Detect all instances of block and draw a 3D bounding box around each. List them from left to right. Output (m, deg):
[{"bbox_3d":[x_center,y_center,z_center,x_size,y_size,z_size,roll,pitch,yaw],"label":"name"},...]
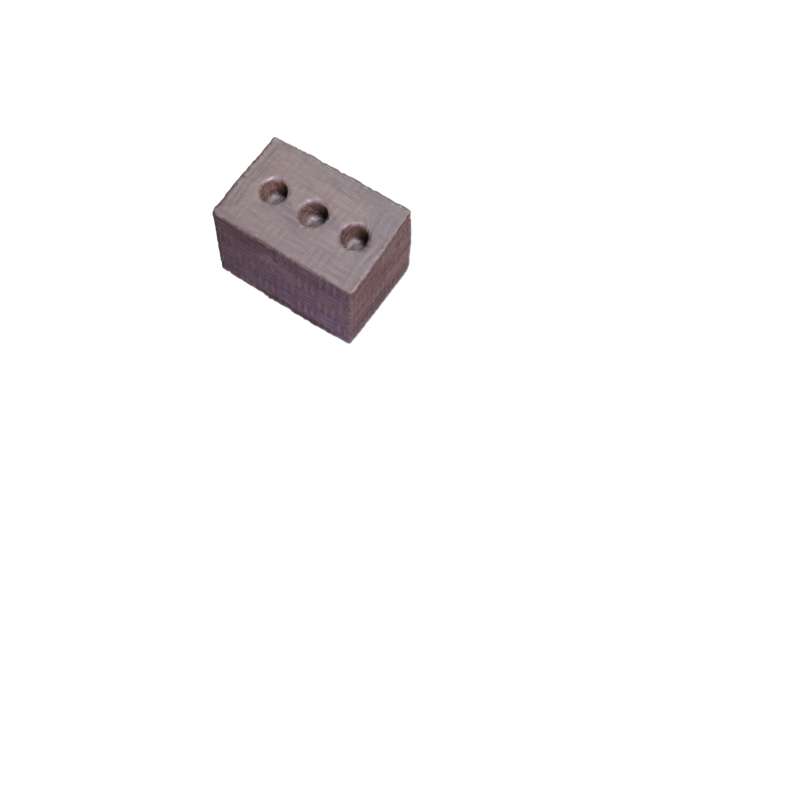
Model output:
[{"bbox_3d":[-0.041,-0.074,0.518,0.081,0.054,0.048,30,-24,14],"label":"block"}]
